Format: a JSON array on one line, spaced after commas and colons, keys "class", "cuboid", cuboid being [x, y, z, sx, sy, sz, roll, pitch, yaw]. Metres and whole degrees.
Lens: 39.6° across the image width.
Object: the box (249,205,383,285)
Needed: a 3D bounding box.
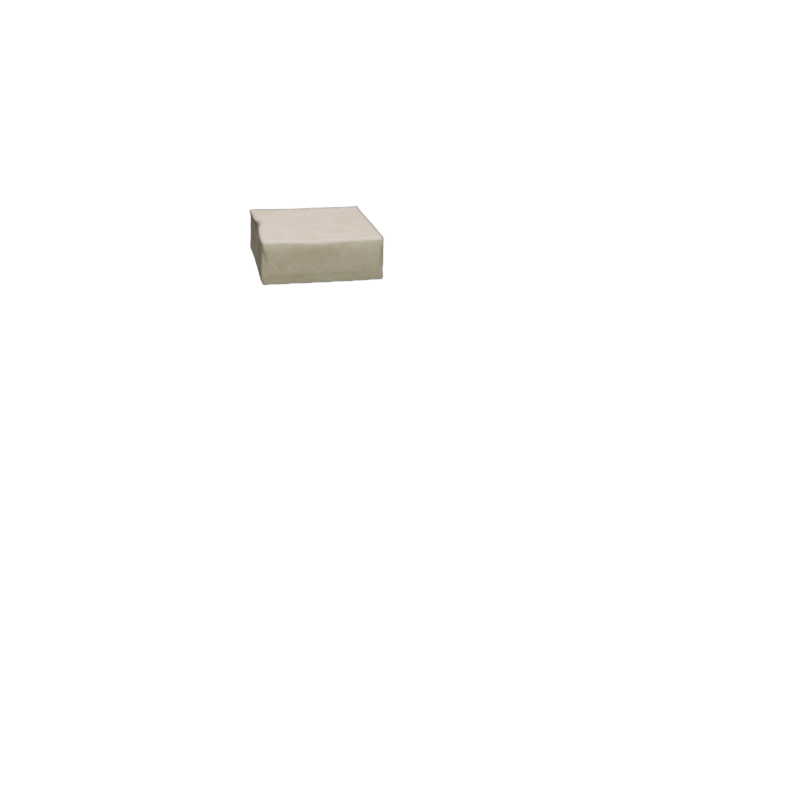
[{"class": "box", "cuboid": [-0.054, -0.099, 0.691, 0.072, 0.029, 0.094, -4, 22, -10]}]
